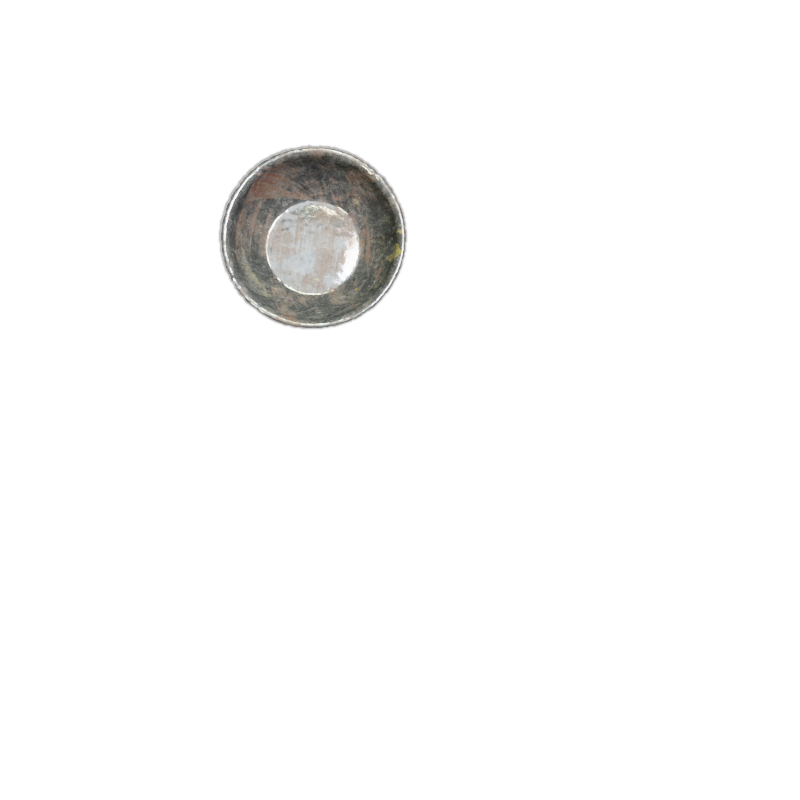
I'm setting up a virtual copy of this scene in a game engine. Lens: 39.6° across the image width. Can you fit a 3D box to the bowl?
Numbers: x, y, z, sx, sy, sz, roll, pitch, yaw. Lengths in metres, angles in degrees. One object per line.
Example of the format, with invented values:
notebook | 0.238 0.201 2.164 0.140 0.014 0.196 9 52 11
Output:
bowl | -0.077 -0.141 0.988 0.162 0.166 0.054 0 -10 -1
